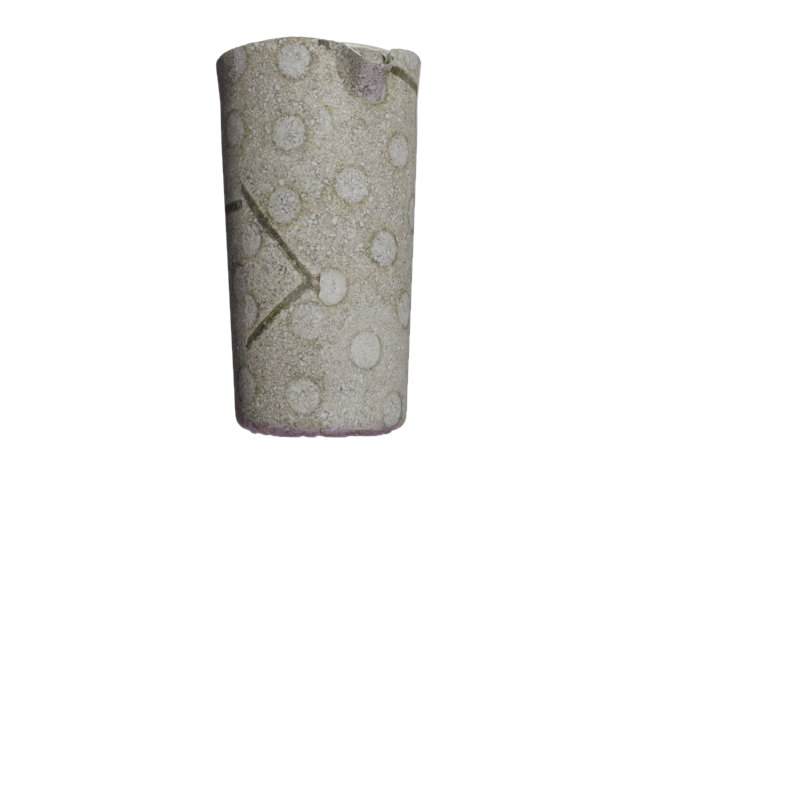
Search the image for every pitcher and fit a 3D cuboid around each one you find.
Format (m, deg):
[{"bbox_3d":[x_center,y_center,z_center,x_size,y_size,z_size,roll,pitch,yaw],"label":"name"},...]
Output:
[{"bbox_3d":[-0.056,-0.102,0.717,0.148,0.246,0.145,-1,-4,16],"label":"pitcher"}]
